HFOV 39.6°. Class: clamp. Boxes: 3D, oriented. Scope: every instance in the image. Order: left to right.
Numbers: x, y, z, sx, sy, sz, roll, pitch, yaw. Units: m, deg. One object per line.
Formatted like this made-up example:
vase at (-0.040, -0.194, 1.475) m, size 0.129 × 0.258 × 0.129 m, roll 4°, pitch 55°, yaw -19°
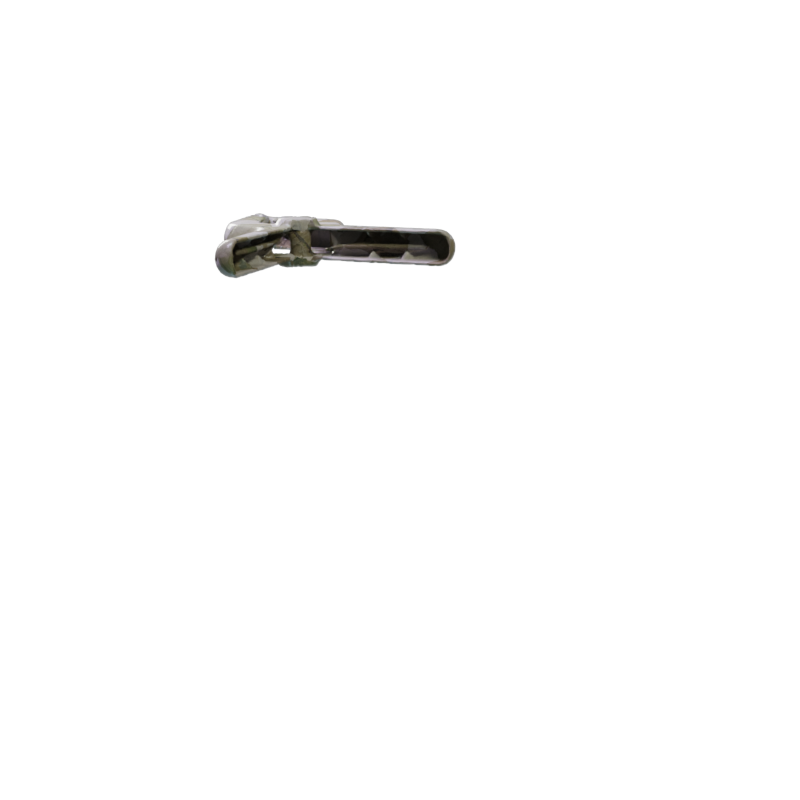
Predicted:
clamp at (-0.063, -0.116, 0.811) m, size 0.162 × 0.036 × 0.218 m, roll -3°, pitch 13°, yaw -14°
